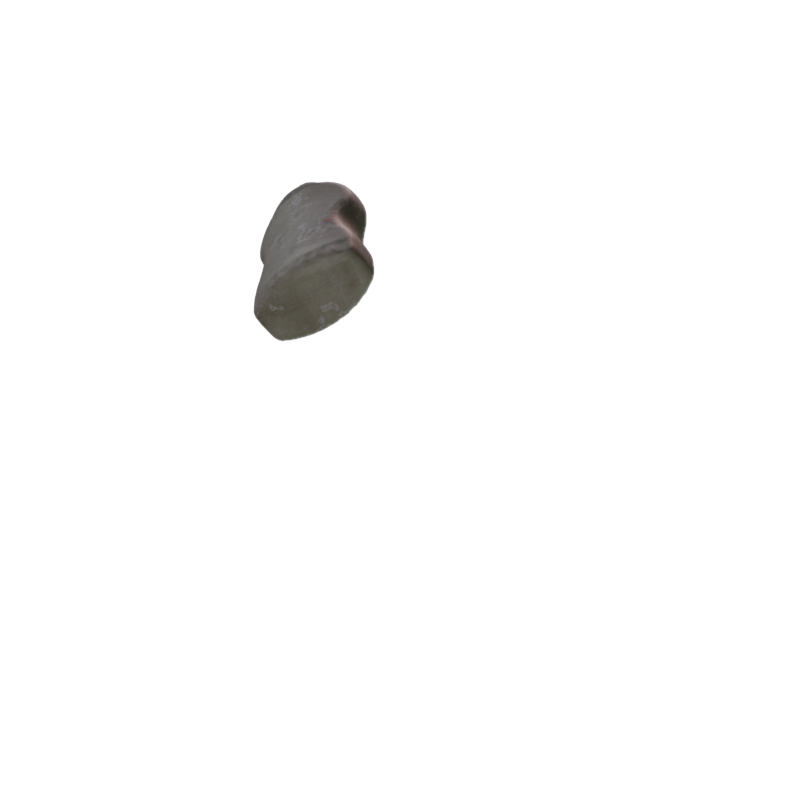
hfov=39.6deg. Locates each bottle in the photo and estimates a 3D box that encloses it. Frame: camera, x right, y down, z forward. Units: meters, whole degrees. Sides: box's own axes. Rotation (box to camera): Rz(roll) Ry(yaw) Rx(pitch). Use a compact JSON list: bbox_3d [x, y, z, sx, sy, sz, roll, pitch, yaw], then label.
[{"bbox_3d":[-0.072,-0.130,0.911,0.095,0.055,0.204,-34,29,17],"label":"bottle"}]
